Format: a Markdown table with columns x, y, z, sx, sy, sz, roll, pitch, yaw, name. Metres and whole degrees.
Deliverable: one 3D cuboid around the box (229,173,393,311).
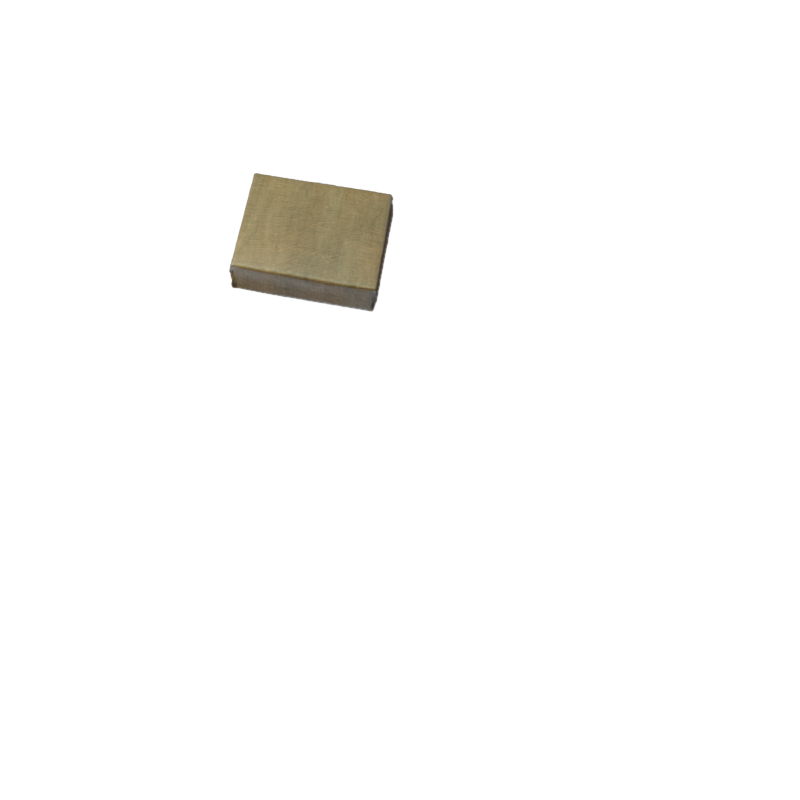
| x | y | z | sx | sy | sz | roll | pitch | yaw | name |
| --- | --- | --- | --- | --- | --- | --- | --- | --- | --- |
| -0.066 | -0.121 | 0.849 | 0.114 | 0.095 | 0.036 | 8 | -33 | 5 | box |
